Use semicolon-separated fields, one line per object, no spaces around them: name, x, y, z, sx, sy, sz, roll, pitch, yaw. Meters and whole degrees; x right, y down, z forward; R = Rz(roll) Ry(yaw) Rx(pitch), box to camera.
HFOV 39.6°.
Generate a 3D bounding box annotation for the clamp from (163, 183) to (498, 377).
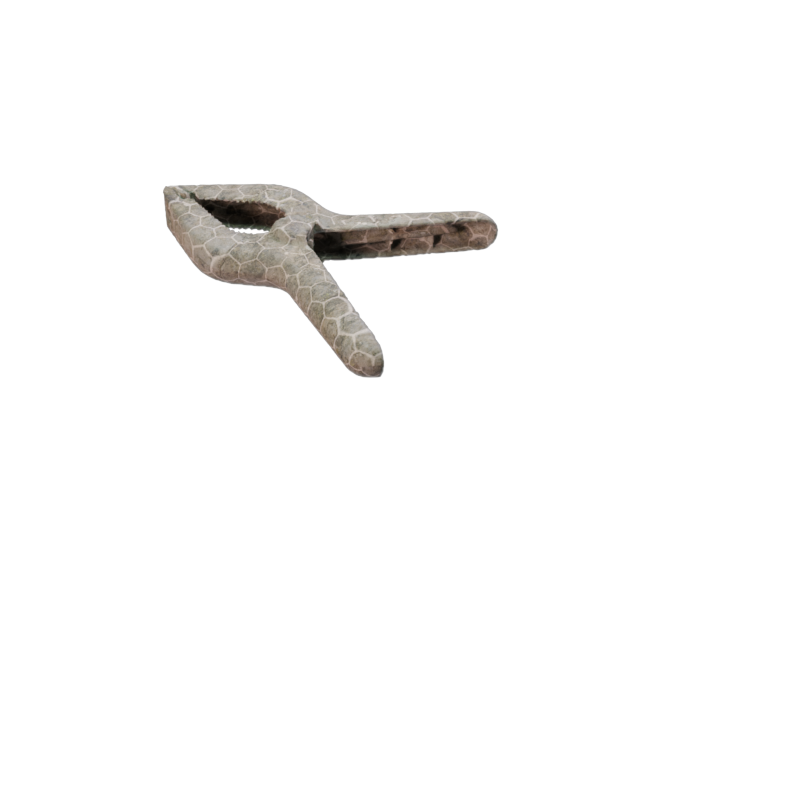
clamp;-0.054;-0.099;0.693;0.222;0.034;0.166;25;44;28
